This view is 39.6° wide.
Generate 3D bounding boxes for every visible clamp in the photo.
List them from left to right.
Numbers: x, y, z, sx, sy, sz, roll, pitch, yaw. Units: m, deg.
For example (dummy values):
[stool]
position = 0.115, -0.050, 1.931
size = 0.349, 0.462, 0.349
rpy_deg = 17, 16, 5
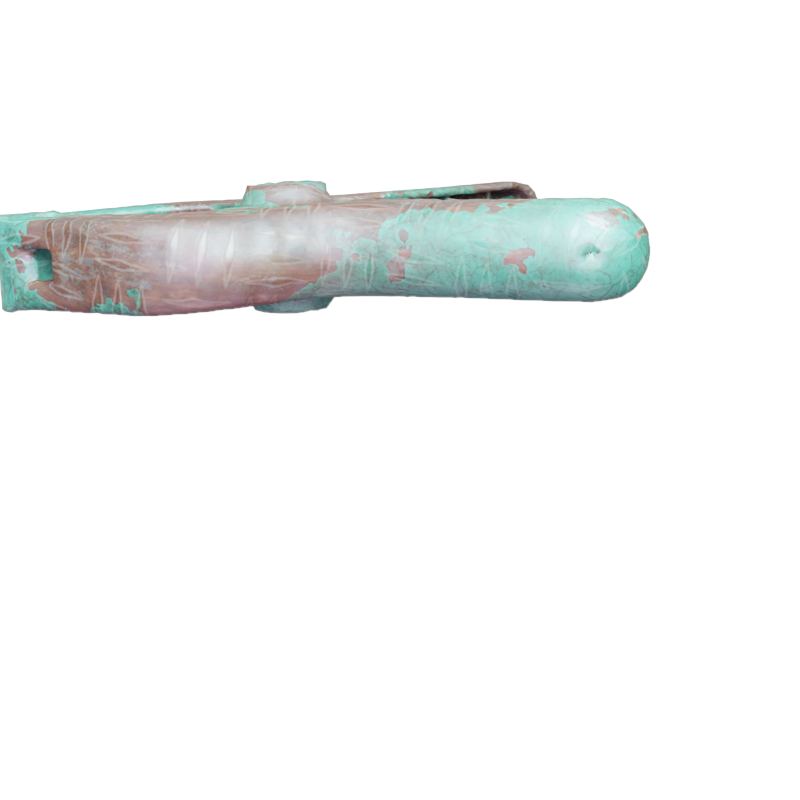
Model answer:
[clamp]
position = -0.025, -0.046, 0.321
size = 0.173, 0.039, 0.120
rpy_deg = 1, 7, 5
